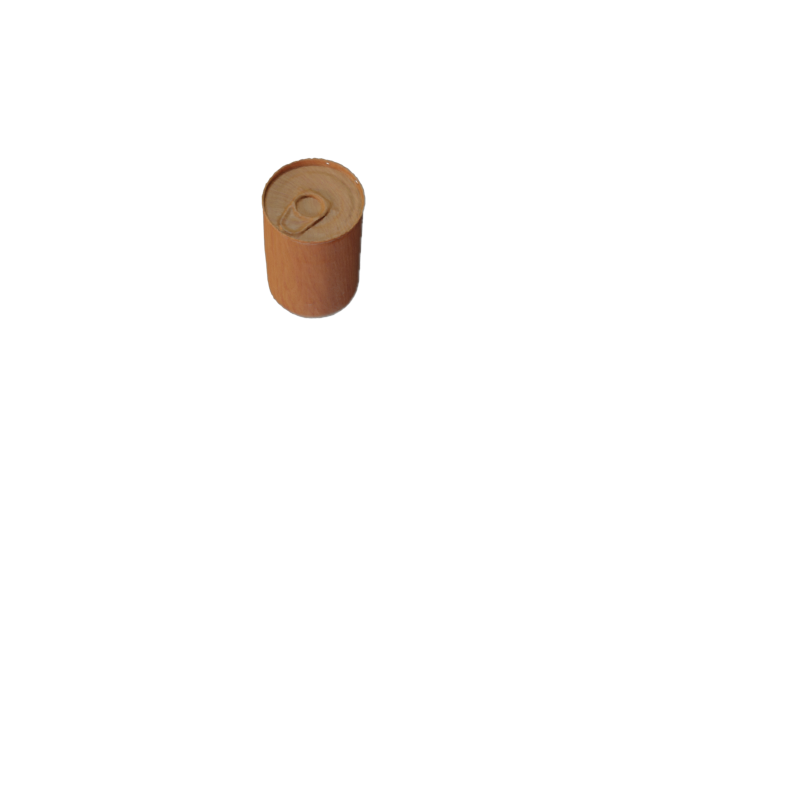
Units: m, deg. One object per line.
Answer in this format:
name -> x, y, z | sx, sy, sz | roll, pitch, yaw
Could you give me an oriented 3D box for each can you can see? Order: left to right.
can -> -0.060, -0.109, 0.764 | 0.068, 0.073, 0.096 | 0, -29, -3
